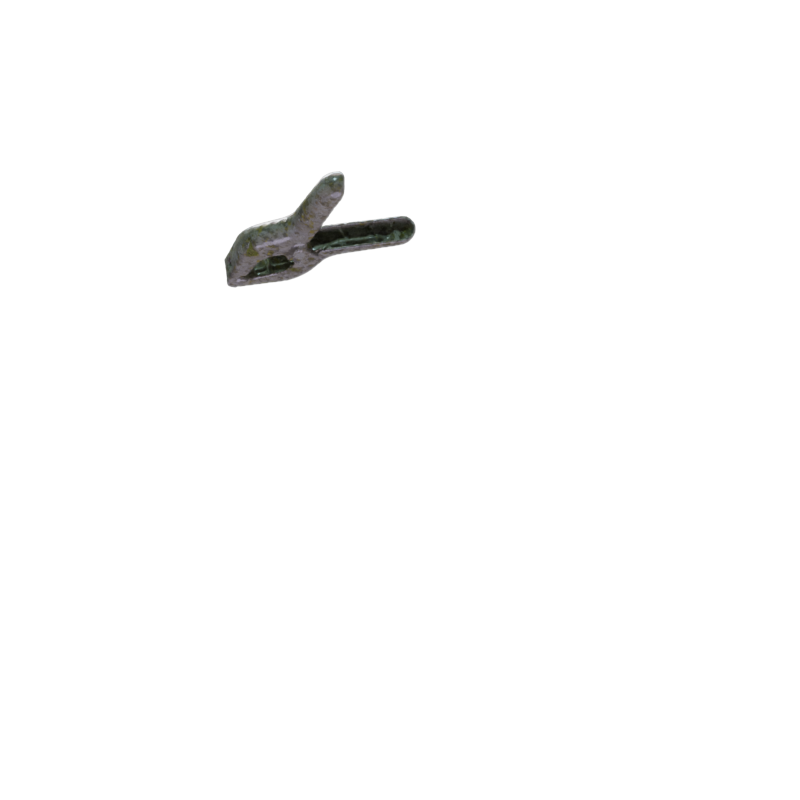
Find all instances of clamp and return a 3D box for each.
[{"bbox_3d":[-0.075,-0.137,0.958,0.172,0.042,0.112,-22,-33,38],"label":"clamp"}]
